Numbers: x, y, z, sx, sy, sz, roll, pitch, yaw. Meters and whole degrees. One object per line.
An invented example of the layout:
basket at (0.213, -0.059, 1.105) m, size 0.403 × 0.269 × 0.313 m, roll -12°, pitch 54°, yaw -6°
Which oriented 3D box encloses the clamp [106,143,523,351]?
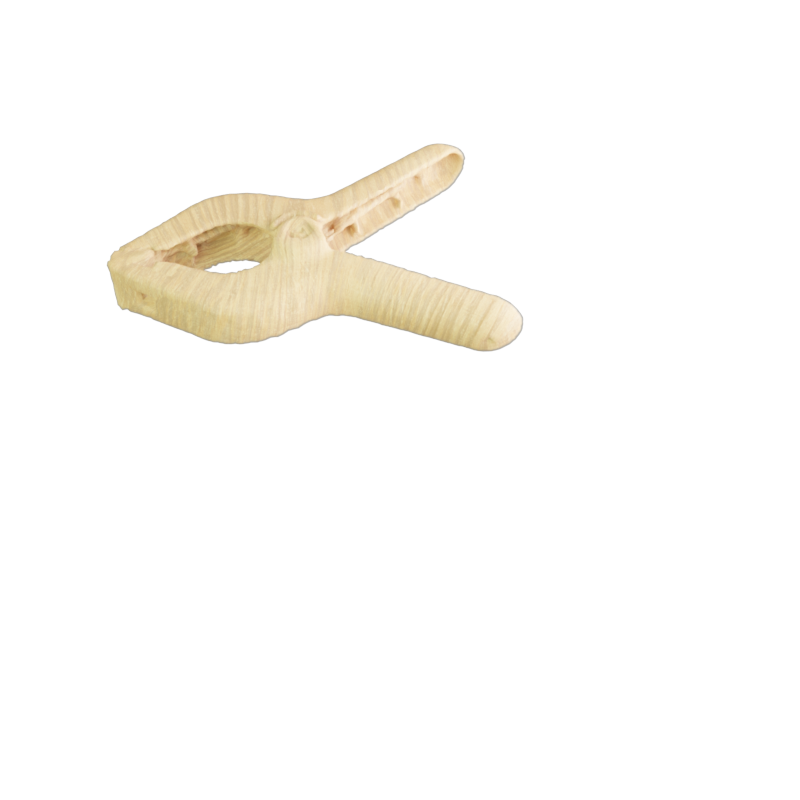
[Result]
clamp at (-0.038, -0.069, 0.486) m, size 0.172 × 0.037 × 0.129 m, roll 1°, pitch 42°, yaw 0°
